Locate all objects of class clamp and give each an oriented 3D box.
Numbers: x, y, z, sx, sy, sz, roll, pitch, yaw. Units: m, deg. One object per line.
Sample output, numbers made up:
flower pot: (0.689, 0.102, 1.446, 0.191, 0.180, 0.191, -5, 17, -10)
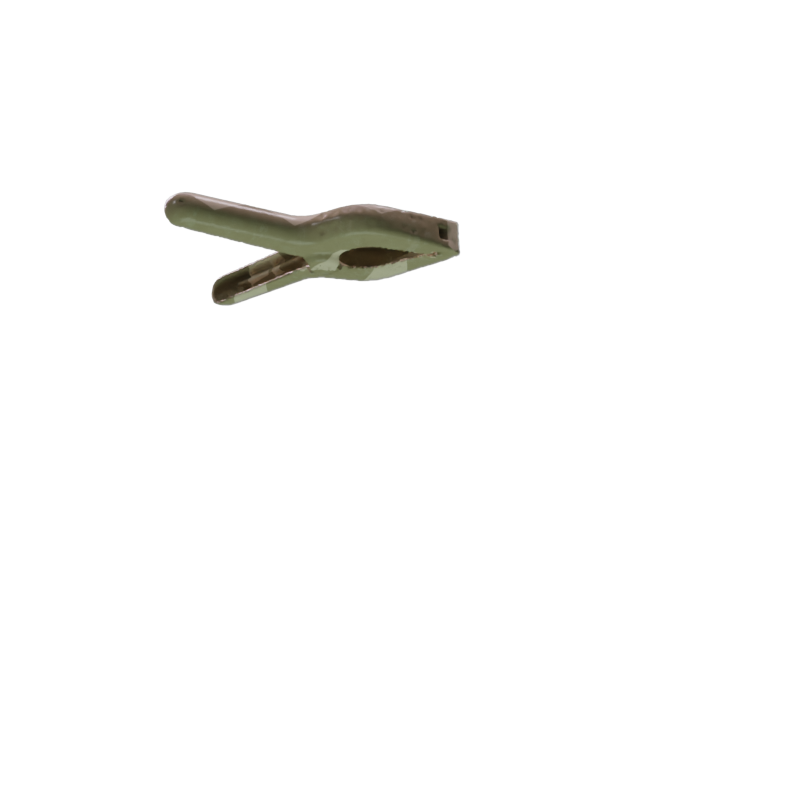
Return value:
clamp: (-0.064, -0.117, 0.817, 0.213, 0.038, 0.154, -4, -18, 12)
